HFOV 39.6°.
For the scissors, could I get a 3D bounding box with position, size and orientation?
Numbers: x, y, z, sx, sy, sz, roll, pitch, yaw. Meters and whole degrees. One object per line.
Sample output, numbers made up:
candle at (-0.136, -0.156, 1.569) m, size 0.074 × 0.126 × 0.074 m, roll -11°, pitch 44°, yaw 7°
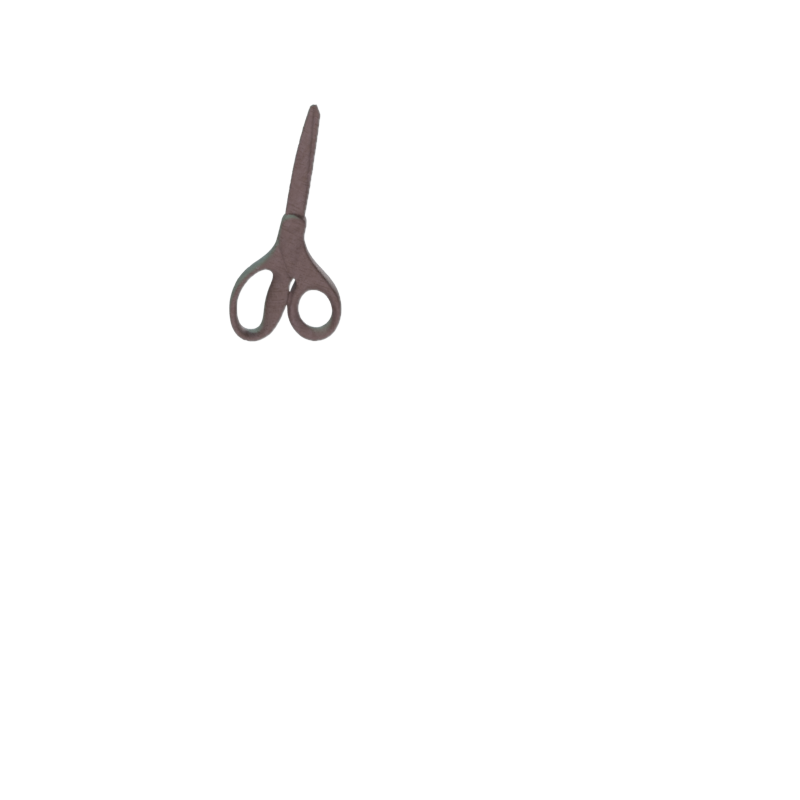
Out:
scissors at (-0.066, -0.120, 0.839) m, size 0.094 × 0.195 × 0.017 m, roll 24°, pitch 28°, yaw -14°
